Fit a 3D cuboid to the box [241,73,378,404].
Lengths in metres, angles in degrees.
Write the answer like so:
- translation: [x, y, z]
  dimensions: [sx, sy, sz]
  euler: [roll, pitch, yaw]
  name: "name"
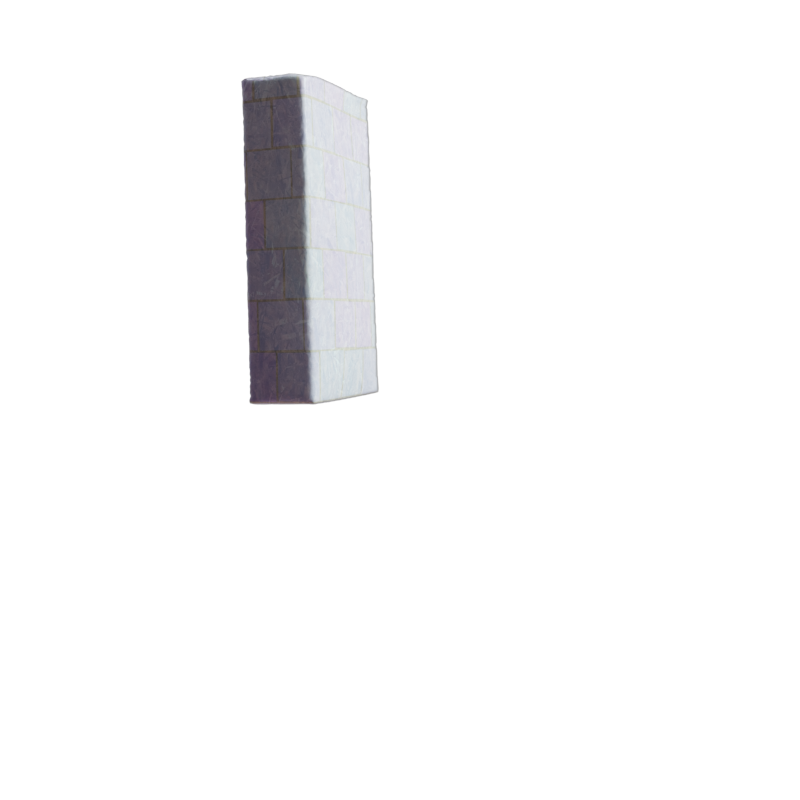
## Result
- translation: [-0.049, -0.089, 0.625]
  dimensions: [0.049, 0.177, 0.090]
  euler: [-1, -1, 22]
  name: "box"
